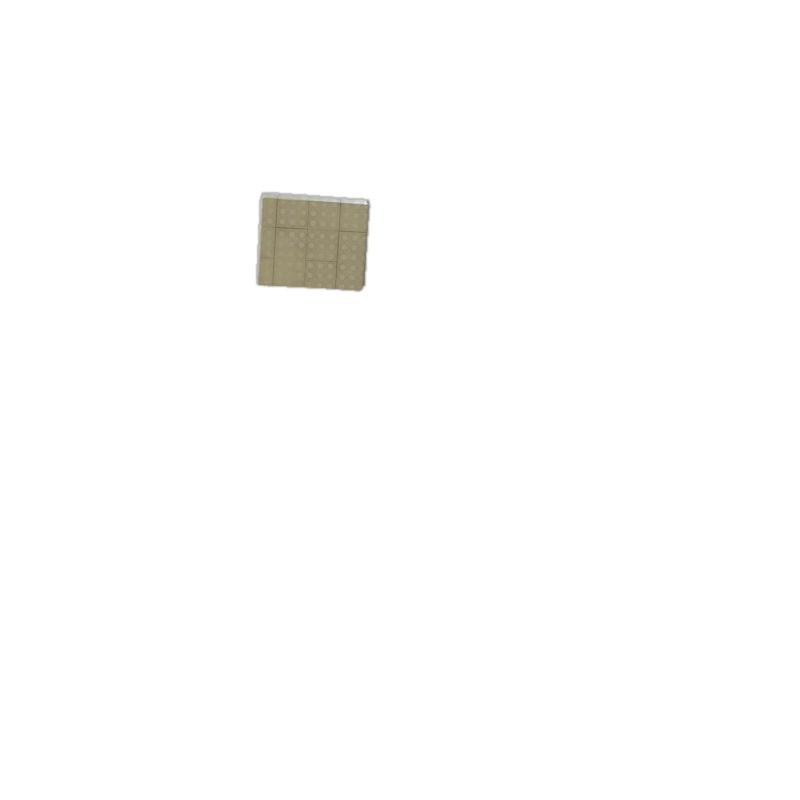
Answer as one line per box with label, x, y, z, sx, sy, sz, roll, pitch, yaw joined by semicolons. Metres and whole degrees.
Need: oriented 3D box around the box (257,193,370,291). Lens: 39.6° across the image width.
box;-0.071;-0.130;0.908;0.089;0.071;0.031;3;12;-1
